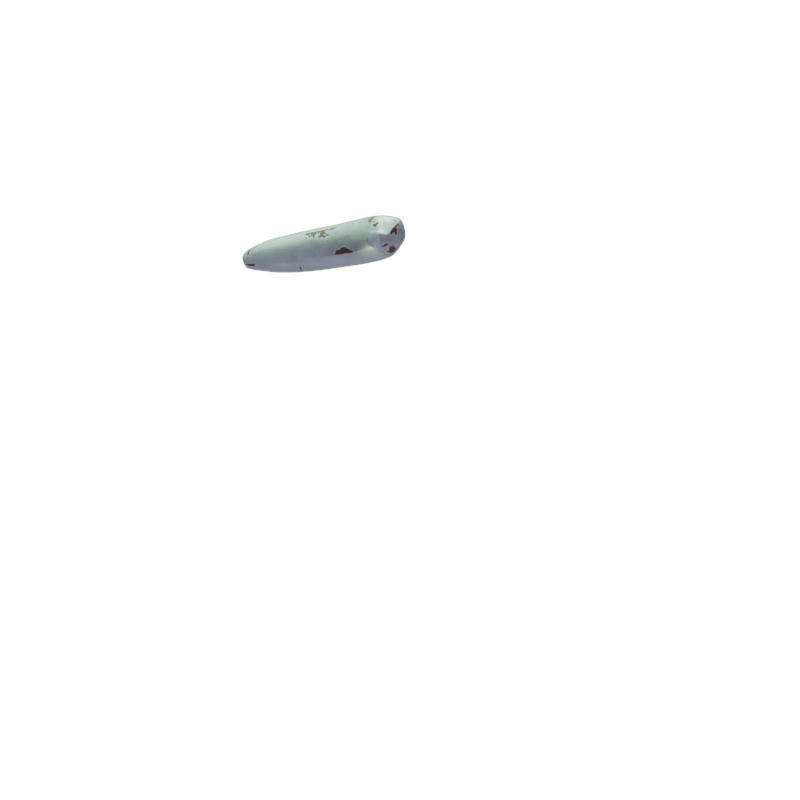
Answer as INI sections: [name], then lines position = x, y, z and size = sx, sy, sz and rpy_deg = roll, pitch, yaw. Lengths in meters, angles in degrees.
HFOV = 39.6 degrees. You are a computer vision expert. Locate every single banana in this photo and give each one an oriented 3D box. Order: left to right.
[banana]
position = -0.056, -0.133, 0.937
size = 0.067, 0.037, 0.203
rpy_deg = 2, -3, -38
